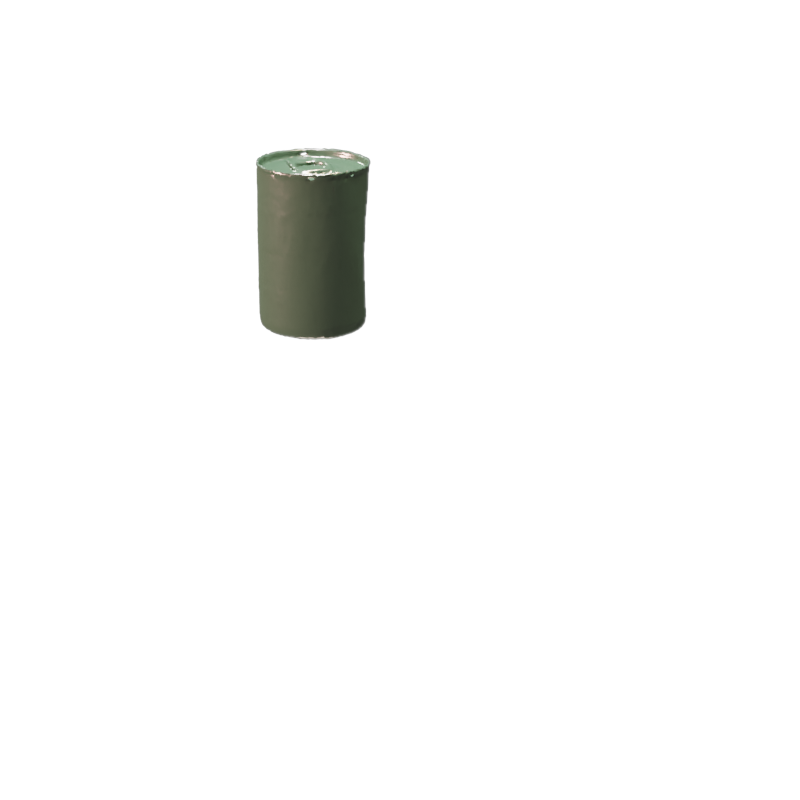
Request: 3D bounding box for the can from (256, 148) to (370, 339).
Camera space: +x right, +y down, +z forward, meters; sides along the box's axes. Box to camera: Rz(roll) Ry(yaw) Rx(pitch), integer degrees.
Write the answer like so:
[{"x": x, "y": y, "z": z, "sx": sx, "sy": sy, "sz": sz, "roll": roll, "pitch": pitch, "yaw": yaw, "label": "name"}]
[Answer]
[{"x": -0.053, "y": -0.096, "z": 0.672, "sx": 0.068, "sy": 0.098, "sz": 0.072, "roll": 0, "pitch": 21, "yaw": -2, "label": "can"}]
